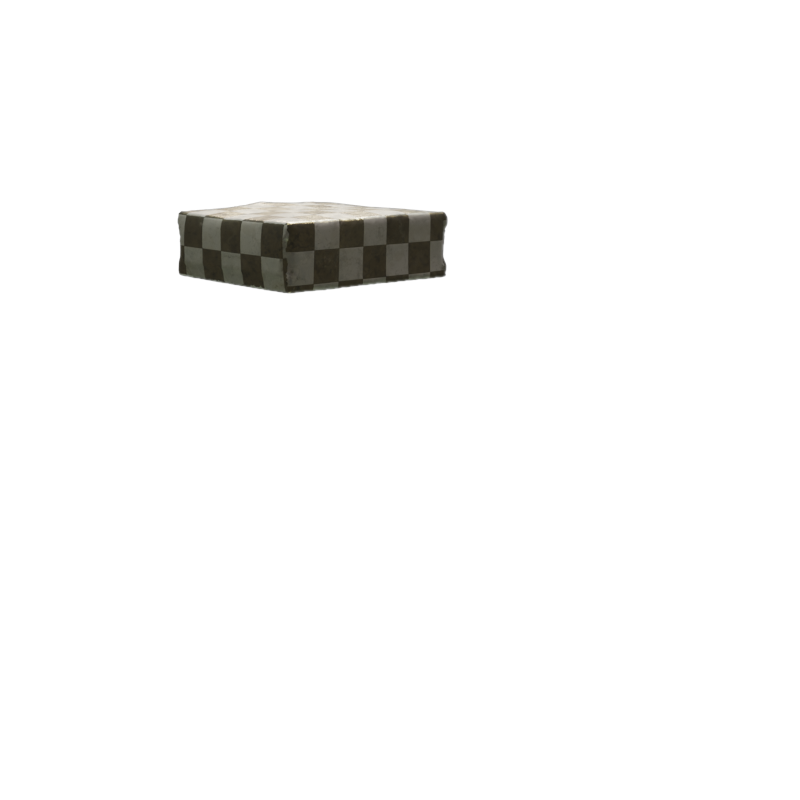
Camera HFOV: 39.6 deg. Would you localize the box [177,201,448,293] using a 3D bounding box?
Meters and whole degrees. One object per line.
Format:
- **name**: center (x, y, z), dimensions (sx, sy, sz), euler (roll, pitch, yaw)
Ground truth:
- **box**: center (-0.036, -0.066, 0.461), dimensions (0.087, 0.029, 0.077), euler (-12, 18, -41)
